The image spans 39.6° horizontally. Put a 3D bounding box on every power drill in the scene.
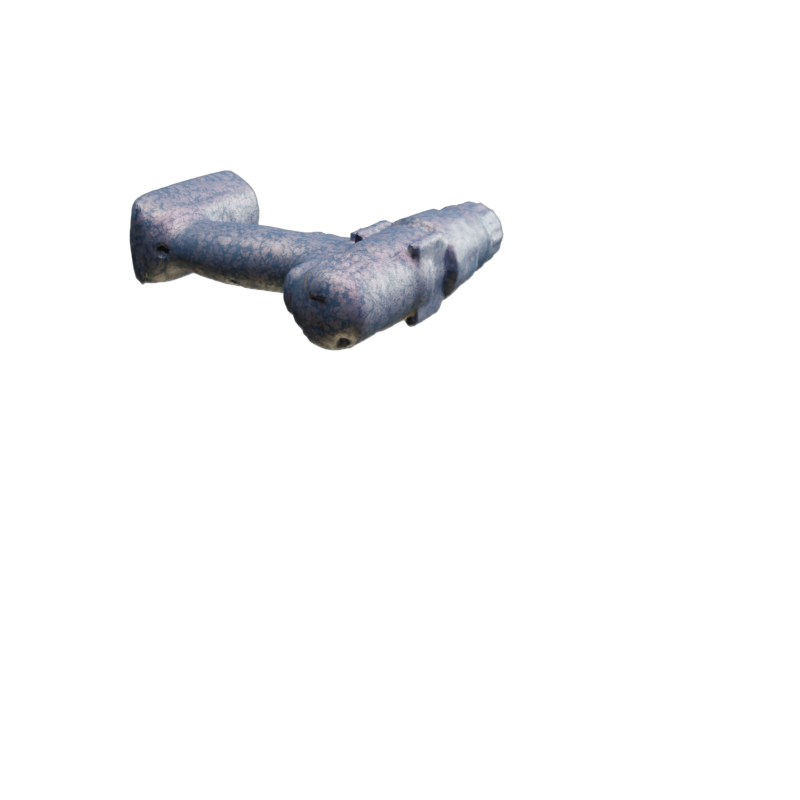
[{"bbox_3d":[-0.052,-0.094,0.661,0.197,0.055,0.184,14,27,30],"label":"power drill"}]
